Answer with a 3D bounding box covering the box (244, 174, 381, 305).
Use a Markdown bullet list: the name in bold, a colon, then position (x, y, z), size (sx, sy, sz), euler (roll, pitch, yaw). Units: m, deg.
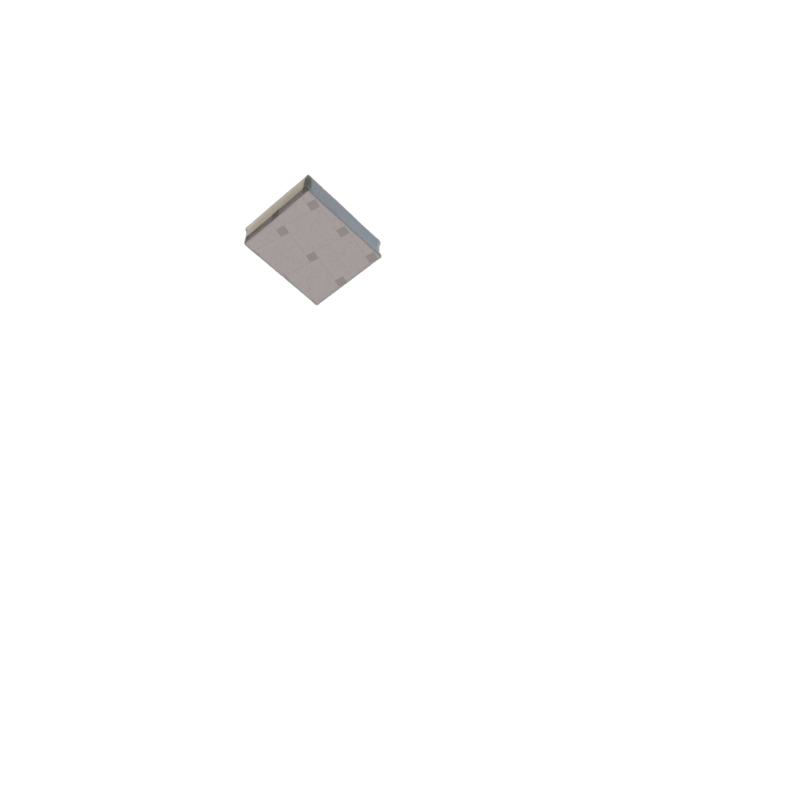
- **box**: position (-0.071, -0.129, 0.905), size (0.072, 0.084, 0.032), euler (-38, 28, 23)
